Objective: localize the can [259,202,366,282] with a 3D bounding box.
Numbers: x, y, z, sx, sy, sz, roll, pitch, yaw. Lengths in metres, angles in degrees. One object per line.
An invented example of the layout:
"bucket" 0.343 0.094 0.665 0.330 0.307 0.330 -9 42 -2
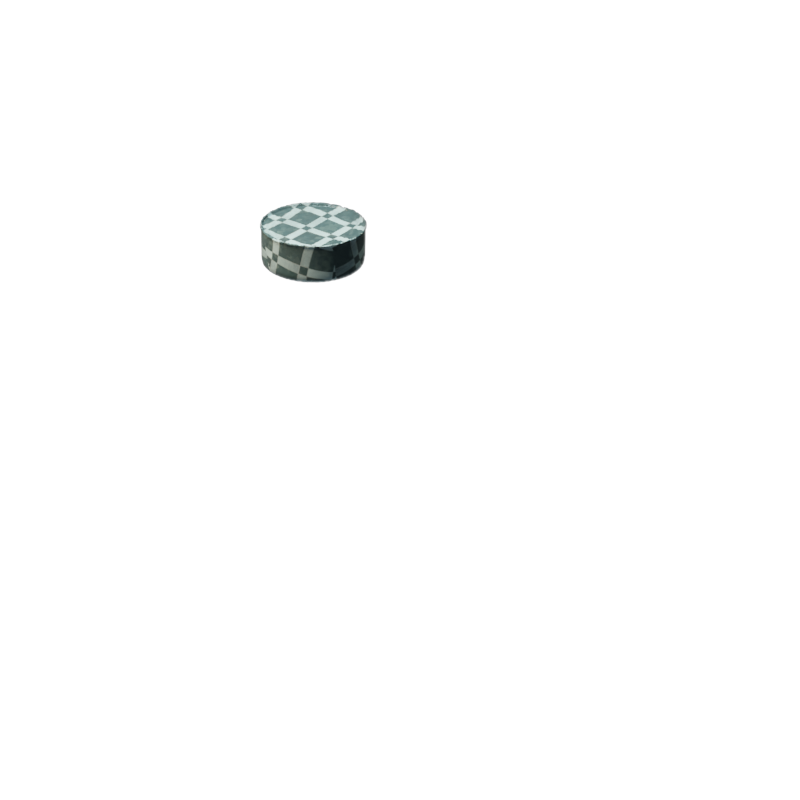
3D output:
"can" -0.070 -0.128 0.898 0.086 0.032 0.091 -1 31 -2
